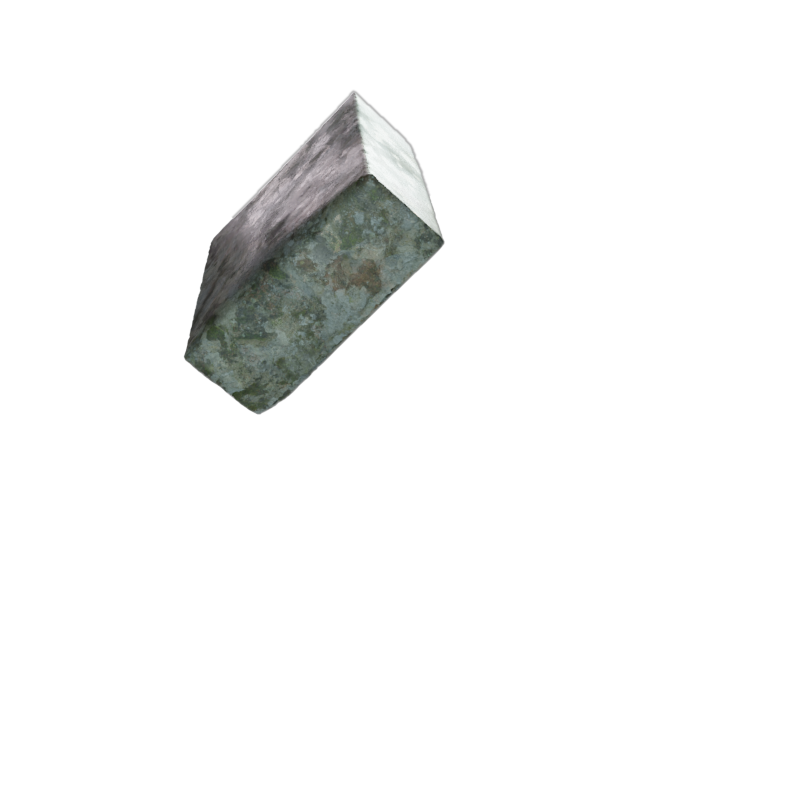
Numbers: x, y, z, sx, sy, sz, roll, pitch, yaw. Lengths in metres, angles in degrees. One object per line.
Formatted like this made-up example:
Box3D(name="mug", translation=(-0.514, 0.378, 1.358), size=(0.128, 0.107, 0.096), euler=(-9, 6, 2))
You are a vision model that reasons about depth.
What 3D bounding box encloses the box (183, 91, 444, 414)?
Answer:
Box3D(name="box", translation=(-0.059, -0.108, 0.753), size=(0.069, 0.162, 0.225), euler=(41, 16, -21))
